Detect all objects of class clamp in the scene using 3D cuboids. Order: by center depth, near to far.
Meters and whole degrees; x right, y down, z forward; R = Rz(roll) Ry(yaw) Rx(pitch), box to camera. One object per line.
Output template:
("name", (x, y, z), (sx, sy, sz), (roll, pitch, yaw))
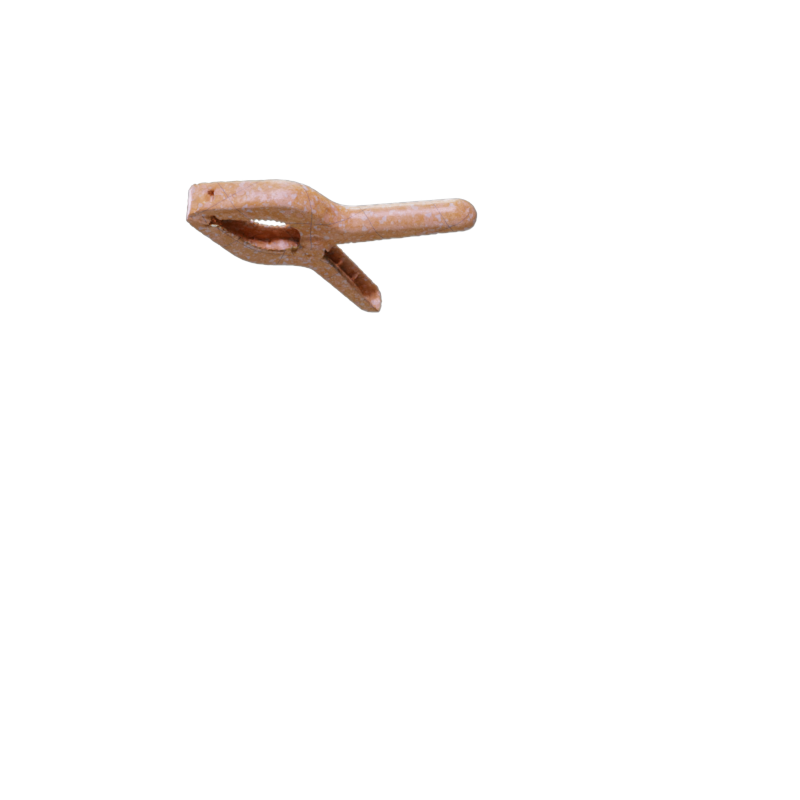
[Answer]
("clamp", (-0.068, -0.123, 0.865), (0.204, 0.039, 0.159), (9, -28, -17))
